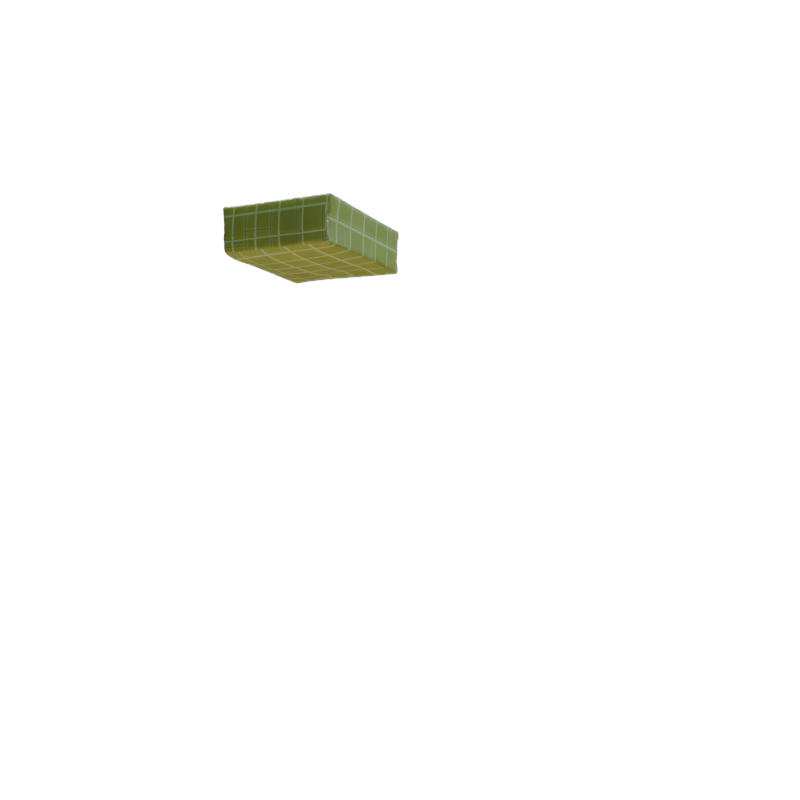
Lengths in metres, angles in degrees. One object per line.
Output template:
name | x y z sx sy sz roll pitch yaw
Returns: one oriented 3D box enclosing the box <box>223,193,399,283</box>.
box | -0.064 -0.117 0.816 0.092 0.040 0.108 -4 -7 27
